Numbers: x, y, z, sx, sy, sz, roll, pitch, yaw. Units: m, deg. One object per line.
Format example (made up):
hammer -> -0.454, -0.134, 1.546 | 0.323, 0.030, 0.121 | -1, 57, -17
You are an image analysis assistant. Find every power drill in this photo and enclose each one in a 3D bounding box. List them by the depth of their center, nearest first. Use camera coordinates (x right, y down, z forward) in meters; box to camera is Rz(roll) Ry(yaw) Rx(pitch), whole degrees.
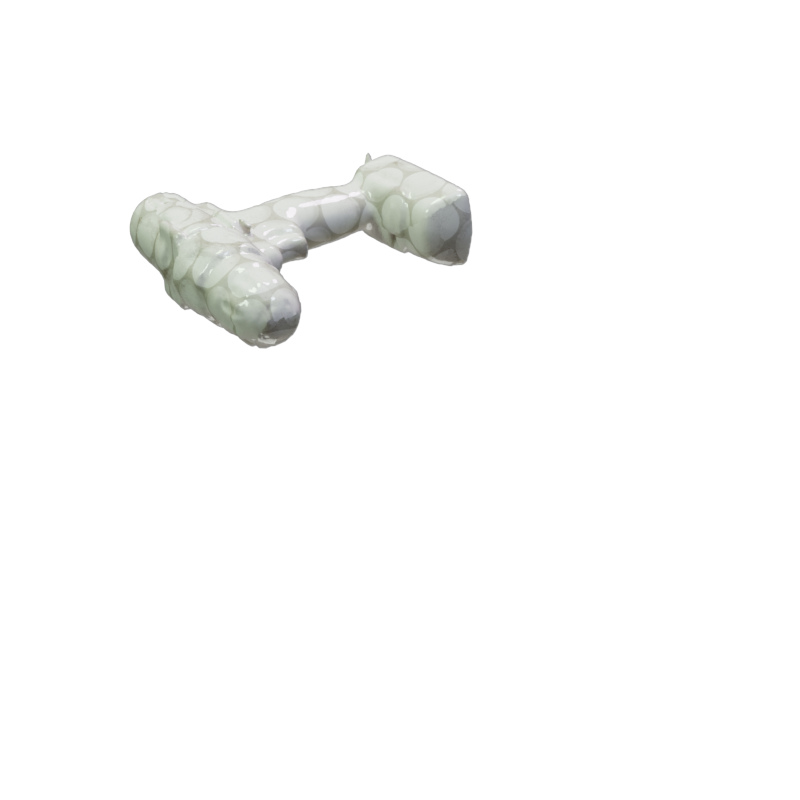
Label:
power drill -> -0.053, -0.096, 0.673 | 0.184, 0.054, 0.198 | -15, 32, -26
